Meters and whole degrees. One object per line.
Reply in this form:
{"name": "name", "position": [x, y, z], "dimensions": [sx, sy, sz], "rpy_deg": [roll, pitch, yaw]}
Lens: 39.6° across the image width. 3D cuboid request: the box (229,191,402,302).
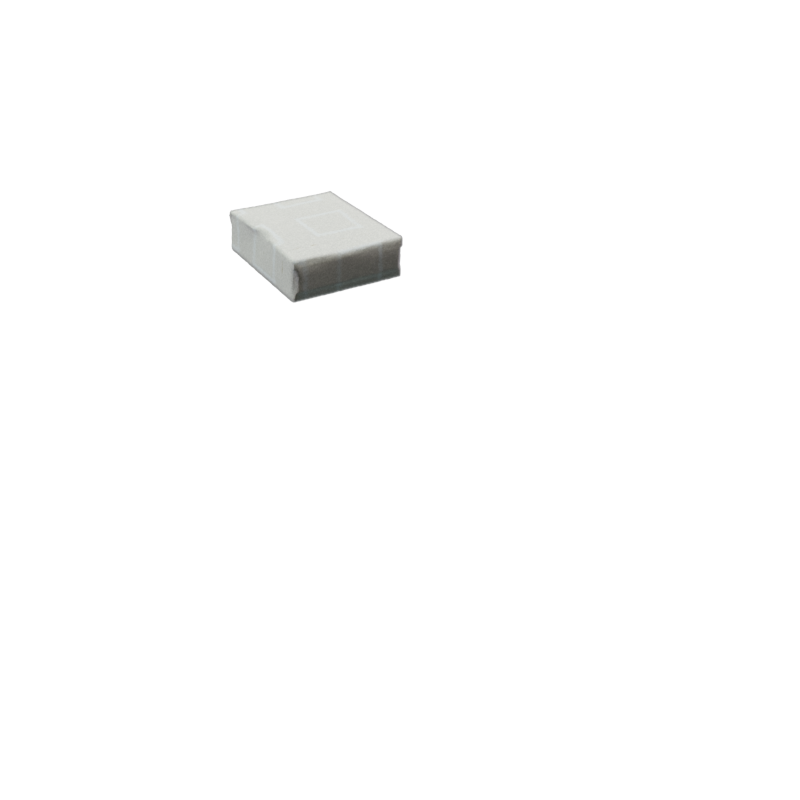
{"name": "box", "position": [-0.053, -0.096, 0.670], "dimensions": [0.072, 0.028, 0.096], "rpy_deg": [-15, 33, -26]}
